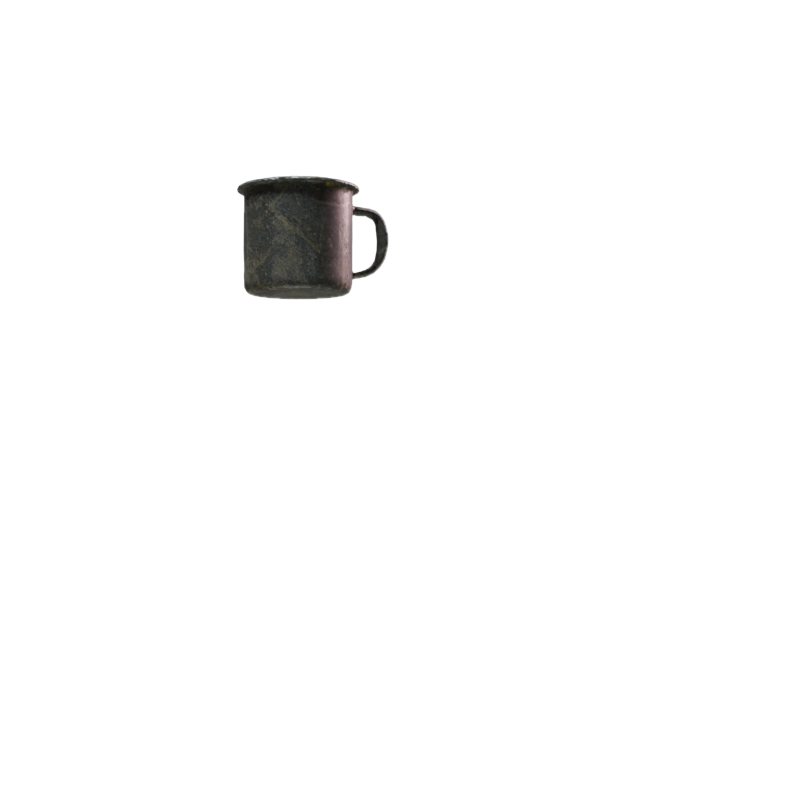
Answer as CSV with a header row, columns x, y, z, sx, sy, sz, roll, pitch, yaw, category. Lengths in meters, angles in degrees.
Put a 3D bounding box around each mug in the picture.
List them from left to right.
x,y,z,sx,sy,sz,roll,pitch,yaw,category
-0.066,-0.120,0.840,0.114,0.083,0.094,1,-4,-18,mug
